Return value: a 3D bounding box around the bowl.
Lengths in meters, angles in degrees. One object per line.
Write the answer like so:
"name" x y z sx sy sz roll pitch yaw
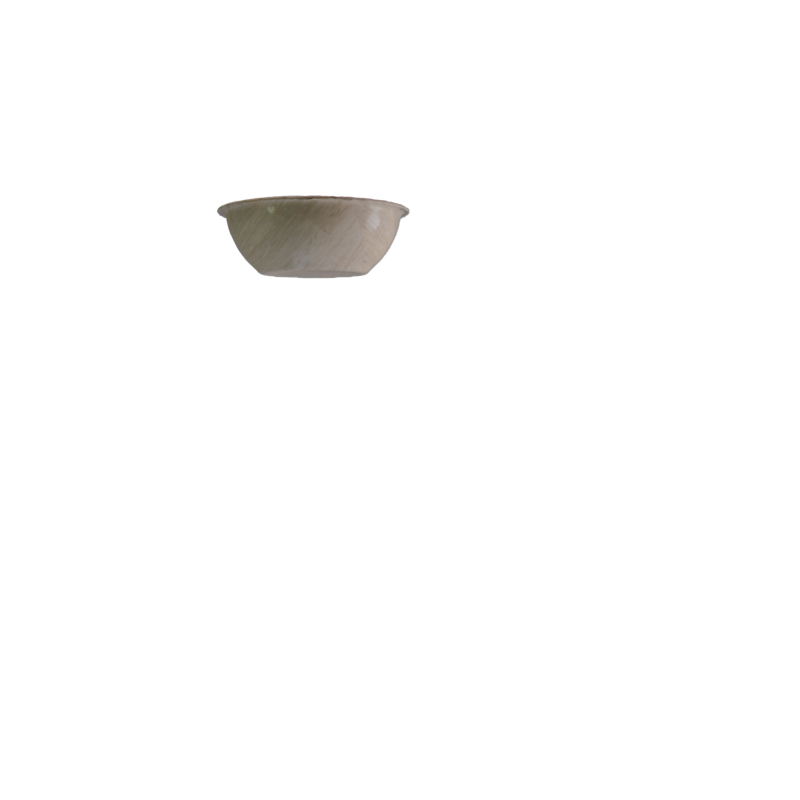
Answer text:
"bowl" -0.073 -0.133 0.929 0.162 0.055 0.161 0 1 -2
